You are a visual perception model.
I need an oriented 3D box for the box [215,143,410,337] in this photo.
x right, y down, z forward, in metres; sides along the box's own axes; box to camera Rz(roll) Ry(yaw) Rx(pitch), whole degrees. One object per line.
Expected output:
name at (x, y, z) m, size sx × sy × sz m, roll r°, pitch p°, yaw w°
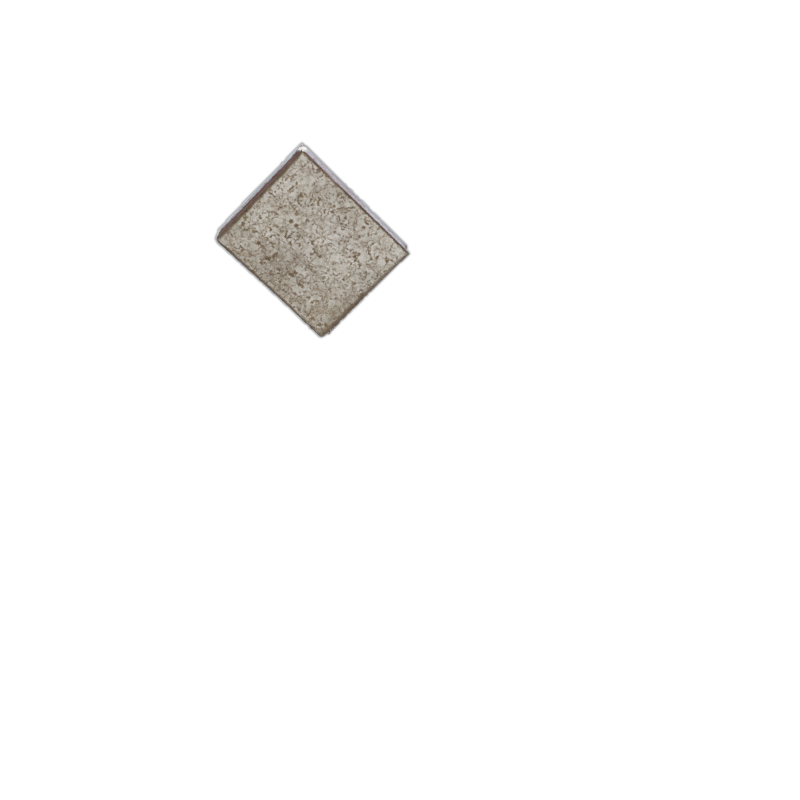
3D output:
box at (-0.050, -0.092, 0.646) m, size 0.087 × 0.072 × 0.031 m, roll 43°, pitch 10°, yaw -10°
